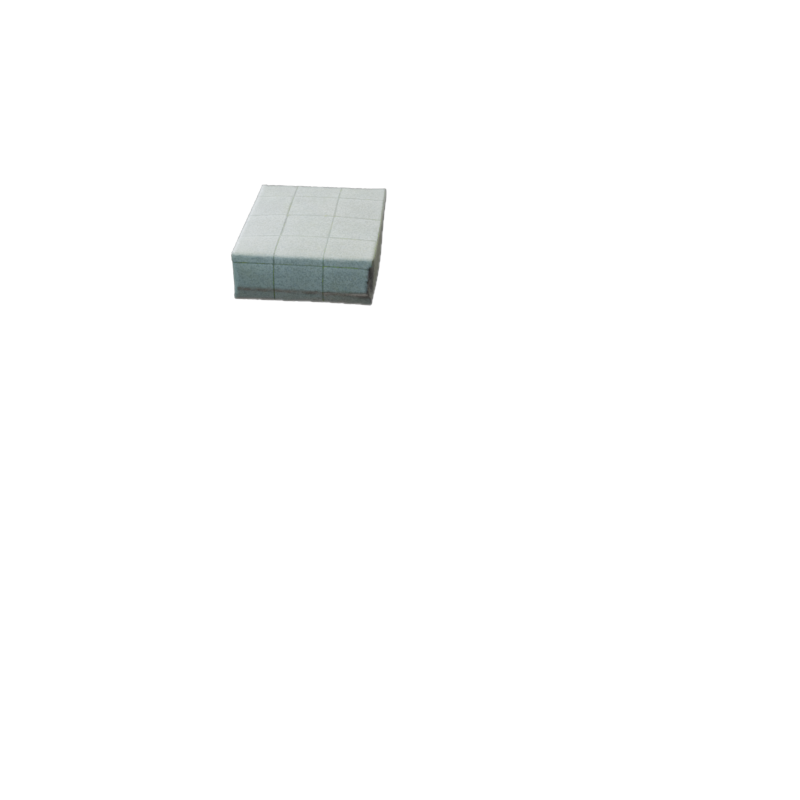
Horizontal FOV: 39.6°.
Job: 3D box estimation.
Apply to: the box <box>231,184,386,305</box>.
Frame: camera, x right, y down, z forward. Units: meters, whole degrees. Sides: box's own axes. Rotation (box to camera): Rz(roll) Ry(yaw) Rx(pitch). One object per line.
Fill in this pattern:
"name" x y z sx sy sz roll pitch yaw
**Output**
"box" -0.058 -0.105 0.737 0.091 0.037 0.119 3 30 4
